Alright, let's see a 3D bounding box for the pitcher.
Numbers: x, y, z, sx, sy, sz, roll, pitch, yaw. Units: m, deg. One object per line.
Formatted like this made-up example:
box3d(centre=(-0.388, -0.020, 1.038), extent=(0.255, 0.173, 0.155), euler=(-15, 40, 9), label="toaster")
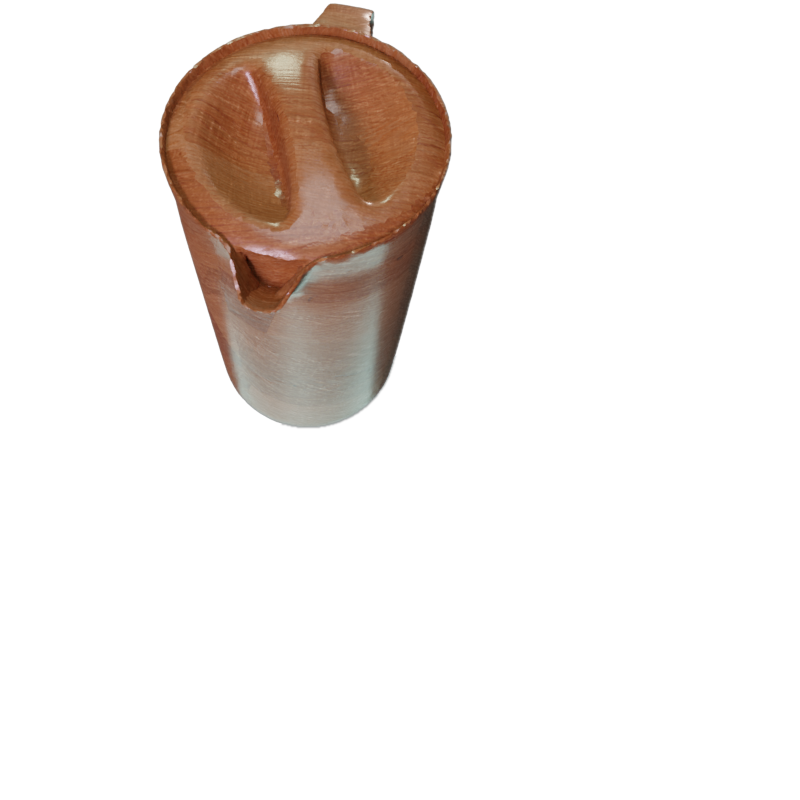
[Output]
box3d(centre=(-0.047, -0.087, 0.607), extent=(0.149, 0.153, 0.229), euler=(-30, -20, -16), label="pitcher")
